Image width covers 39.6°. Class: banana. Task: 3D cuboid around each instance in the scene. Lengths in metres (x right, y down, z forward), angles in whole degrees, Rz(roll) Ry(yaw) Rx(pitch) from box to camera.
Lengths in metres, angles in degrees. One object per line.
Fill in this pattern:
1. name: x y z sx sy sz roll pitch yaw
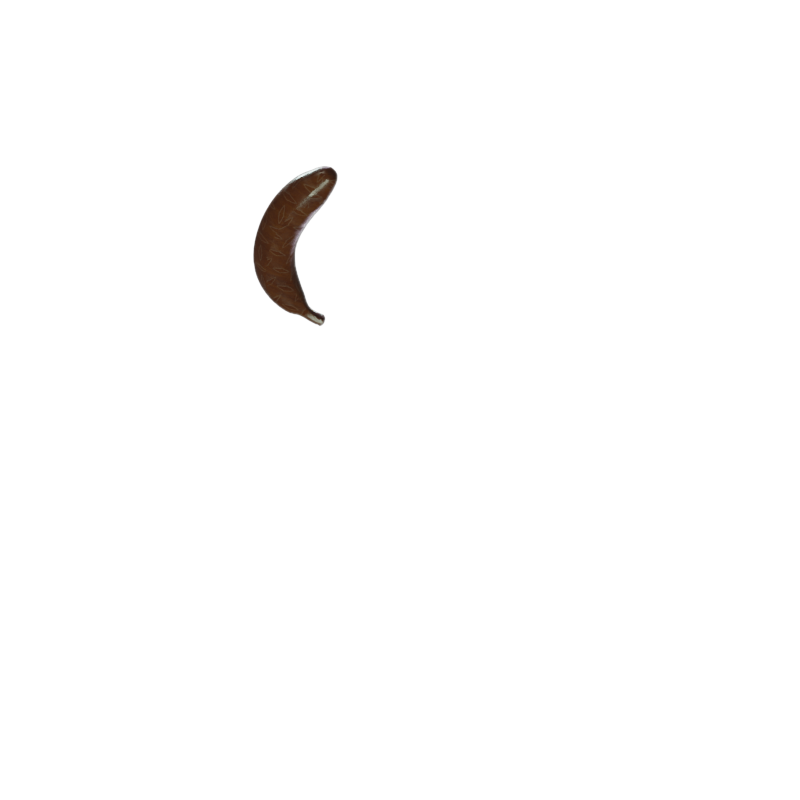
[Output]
1. banana: -0.096 -0.139 0.989 0.069 0.039 0.185 3 -37 -5
